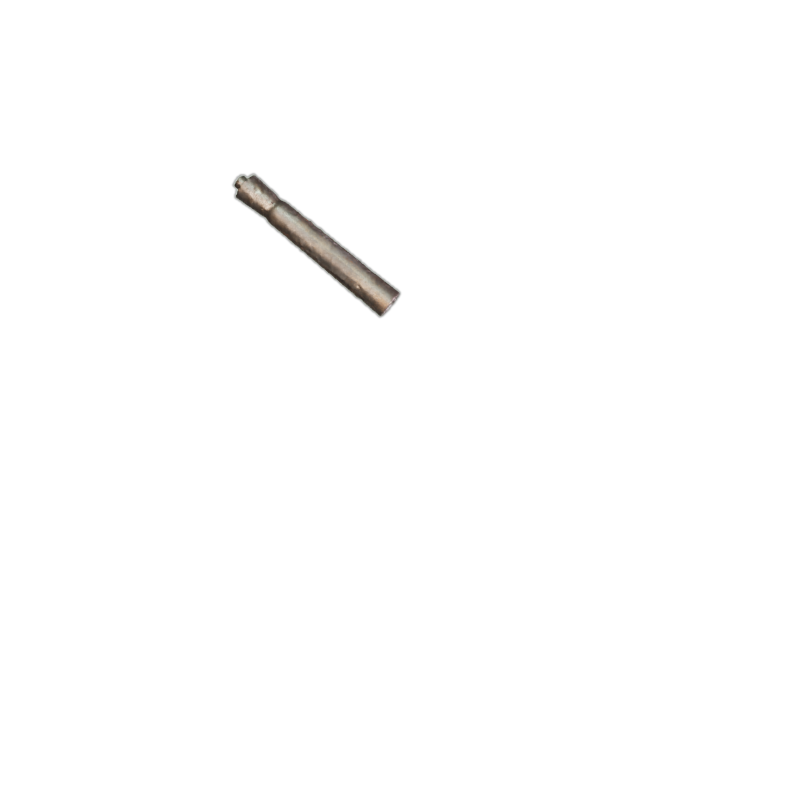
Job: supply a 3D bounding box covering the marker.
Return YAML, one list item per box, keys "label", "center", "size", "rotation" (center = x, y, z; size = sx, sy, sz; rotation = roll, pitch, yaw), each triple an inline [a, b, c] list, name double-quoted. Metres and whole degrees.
- label: "marker"
  center: [-0.052, -0.095, 0.665]
  size: [0.124, 0.019, 0.019]
  rotation: [40, 11, 11]
